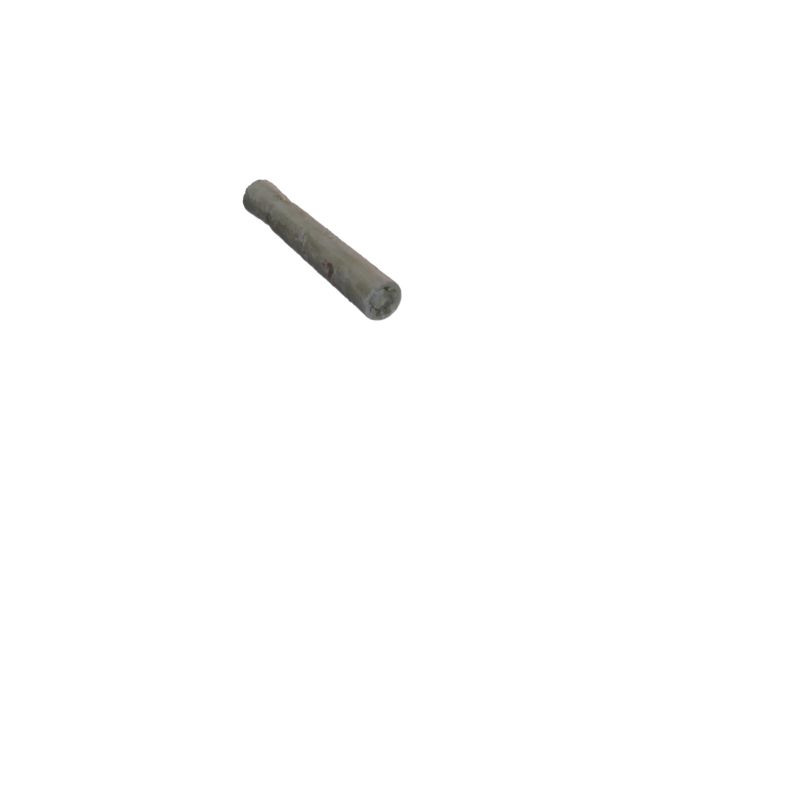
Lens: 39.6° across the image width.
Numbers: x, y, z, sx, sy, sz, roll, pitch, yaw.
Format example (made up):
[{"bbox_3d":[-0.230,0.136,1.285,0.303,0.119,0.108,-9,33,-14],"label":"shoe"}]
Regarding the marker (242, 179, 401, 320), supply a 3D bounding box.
[{"bbox_3d":[-0.040,-0.072,0.507,0.019,0.019,0.130,-3,30,-34],"label":"marker"}]
